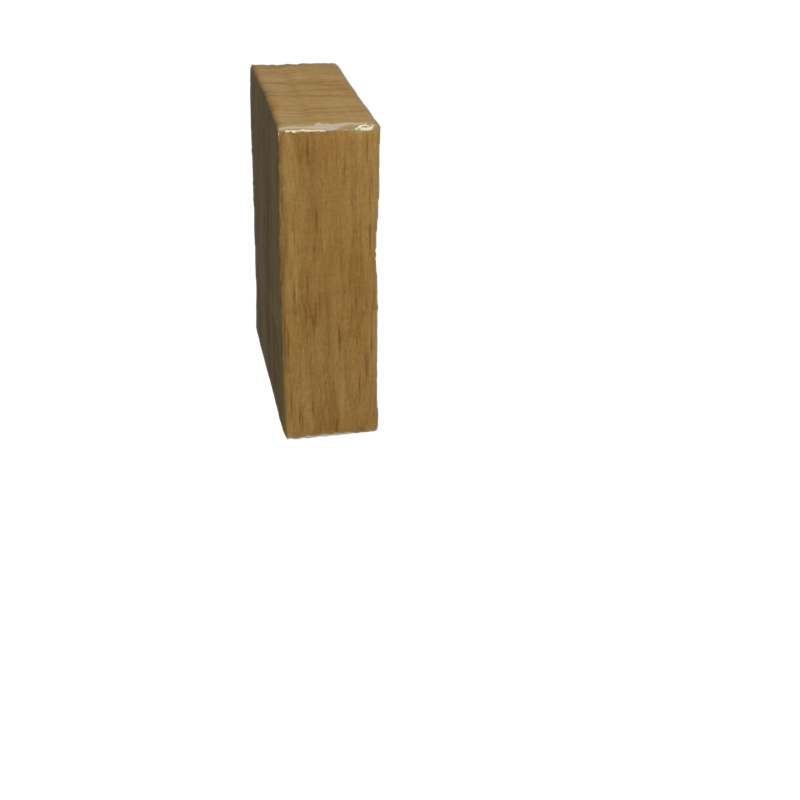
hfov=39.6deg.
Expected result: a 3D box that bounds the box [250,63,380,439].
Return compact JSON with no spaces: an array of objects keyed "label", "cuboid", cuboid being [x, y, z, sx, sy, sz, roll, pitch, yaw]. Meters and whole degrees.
[{"label":"box","cuboid":[-0.059,-0.108,0.759,0.071,0.203,0.175,-4,26,-12]}]
